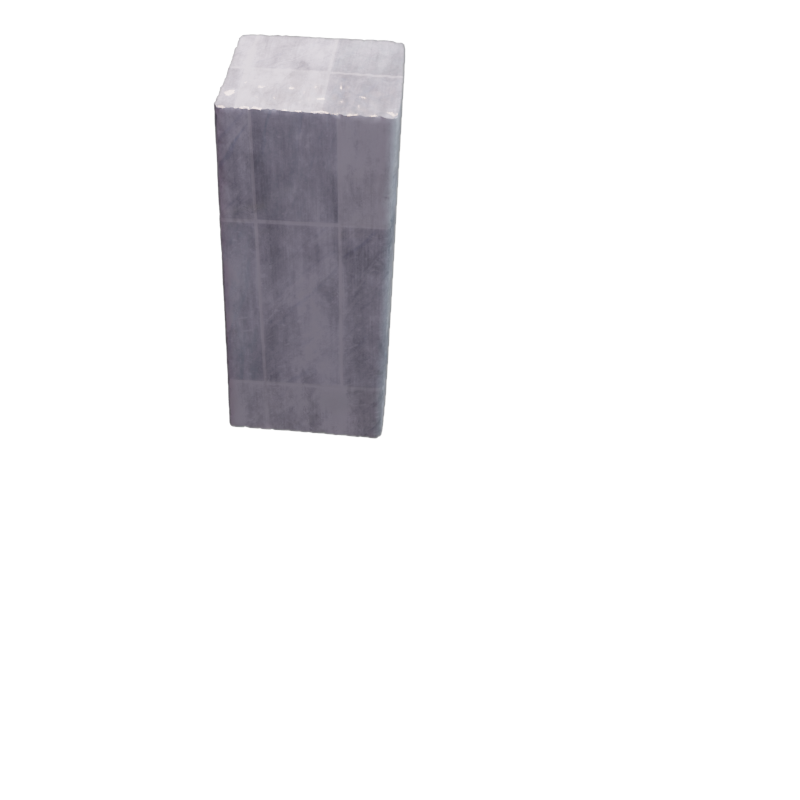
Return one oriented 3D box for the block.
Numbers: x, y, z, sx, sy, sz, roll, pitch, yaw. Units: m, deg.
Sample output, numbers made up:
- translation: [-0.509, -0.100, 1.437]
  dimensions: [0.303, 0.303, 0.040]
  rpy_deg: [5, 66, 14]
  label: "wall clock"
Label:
- translation: [-0.048, -0.088, 0.615]
  dimensions: [0.091, 0.193, 0.096]
  rpy_deg: [4, 37, 2]
  label: "block"
